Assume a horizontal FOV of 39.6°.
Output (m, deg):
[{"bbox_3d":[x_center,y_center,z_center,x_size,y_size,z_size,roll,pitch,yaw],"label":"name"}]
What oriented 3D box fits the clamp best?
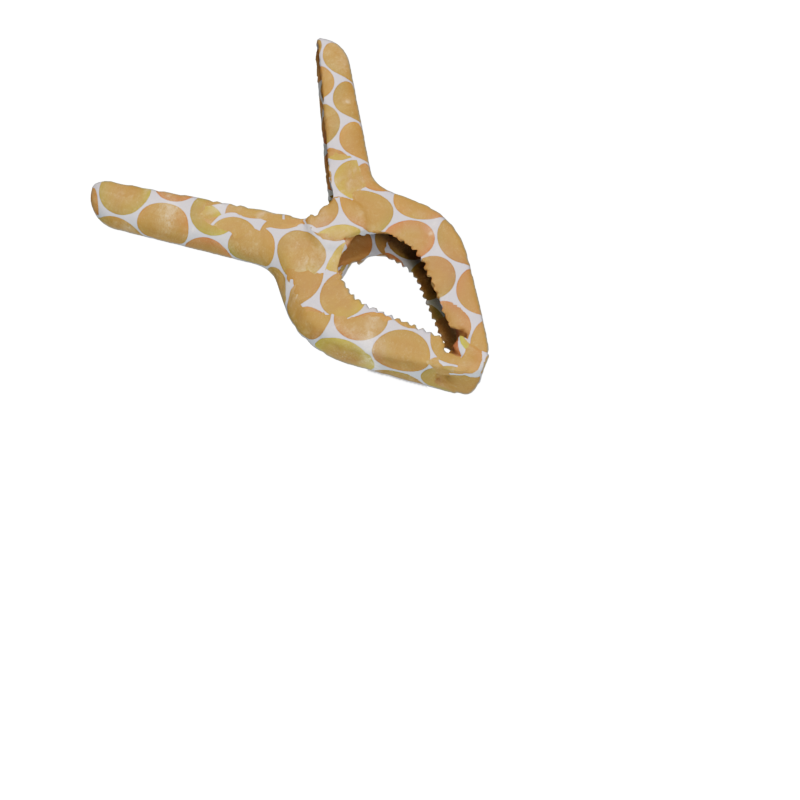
[{"bbox_3d":[-0.043,-0.079,0.554,0.165,0.223,0.034,-31,-24,-16],"label":"clamp"}]
